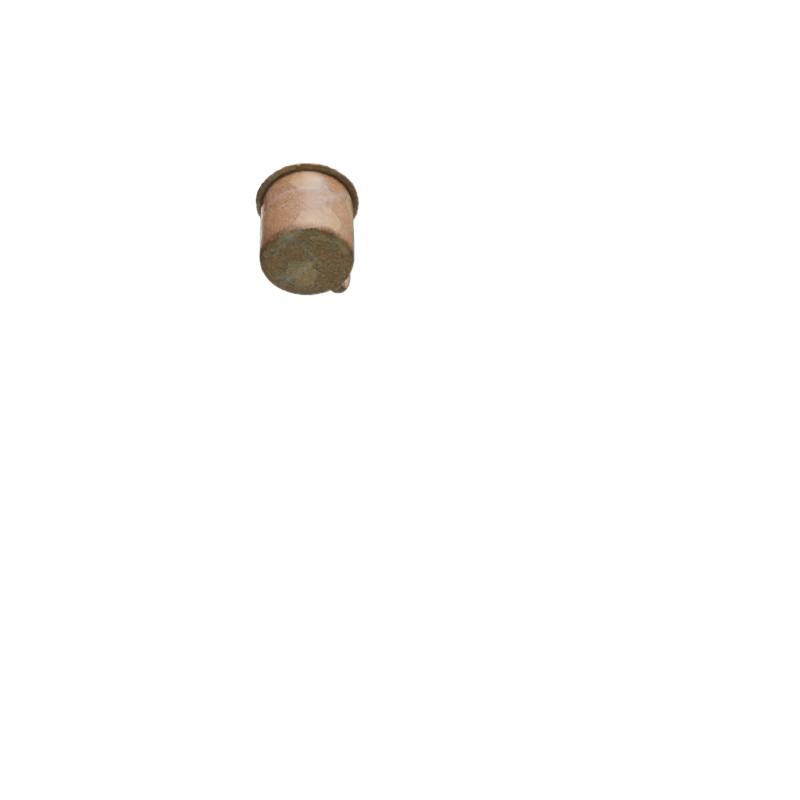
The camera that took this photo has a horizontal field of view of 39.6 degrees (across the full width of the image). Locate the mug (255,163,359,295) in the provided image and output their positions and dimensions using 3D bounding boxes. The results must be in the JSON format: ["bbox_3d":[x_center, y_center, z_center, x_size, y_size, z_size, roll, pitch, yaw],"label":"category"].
[{"bbox_3d":[-0.076,-0.139,0.975,0.094,0.087,0.108,-19,-46,17],"label":"mug"}]
